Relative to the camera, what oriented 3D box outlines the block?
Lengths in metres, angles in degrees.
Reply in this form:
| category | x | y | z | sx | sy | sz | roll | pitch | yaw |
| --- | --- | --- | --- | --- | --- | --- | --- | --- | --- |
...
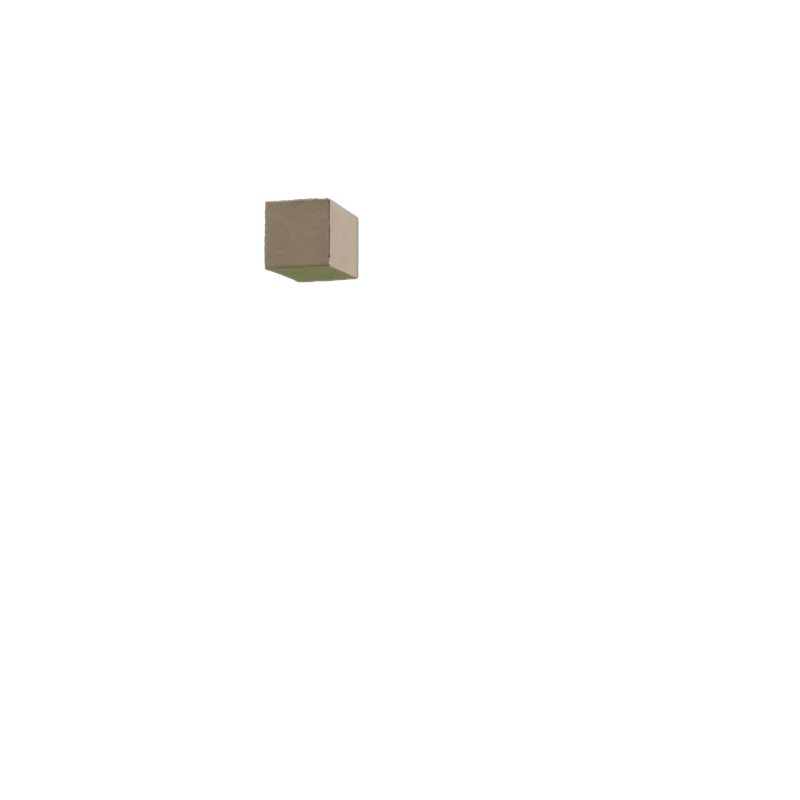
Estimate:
| category | x | y | z | sx | sy | sz | roll | pitch | yaw |
| --- | --- | --- | --- | --- | --- | --- | --- | --- | --- |
| block | -0.066 | -0.120 | 0.843 | 0.054 | 0.052 | 0.075 | -2 | -5 | 15 |
